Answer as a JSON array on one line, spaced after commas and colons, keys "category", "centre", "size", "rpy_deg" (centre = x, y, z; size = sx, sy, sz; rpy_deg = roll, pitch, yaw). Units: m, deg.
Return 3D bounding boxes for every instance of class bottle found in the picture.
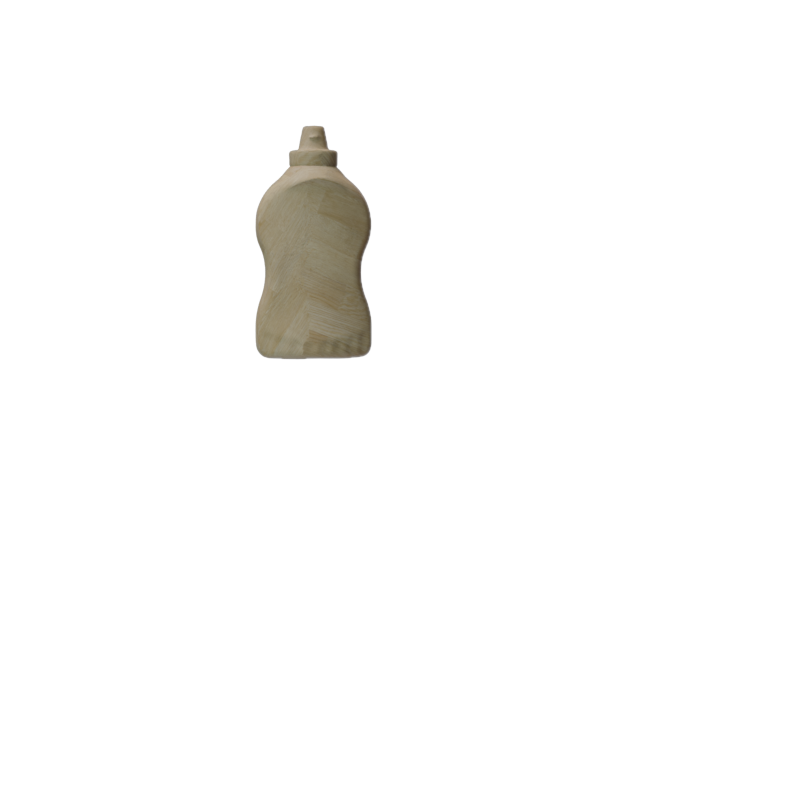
[{"category": "bottle", "centre": [-0.072, -0.132, 0.924], "size": [0.095, 0.192, 0.059], "rpy_deg": [0, 1, -6]}]
